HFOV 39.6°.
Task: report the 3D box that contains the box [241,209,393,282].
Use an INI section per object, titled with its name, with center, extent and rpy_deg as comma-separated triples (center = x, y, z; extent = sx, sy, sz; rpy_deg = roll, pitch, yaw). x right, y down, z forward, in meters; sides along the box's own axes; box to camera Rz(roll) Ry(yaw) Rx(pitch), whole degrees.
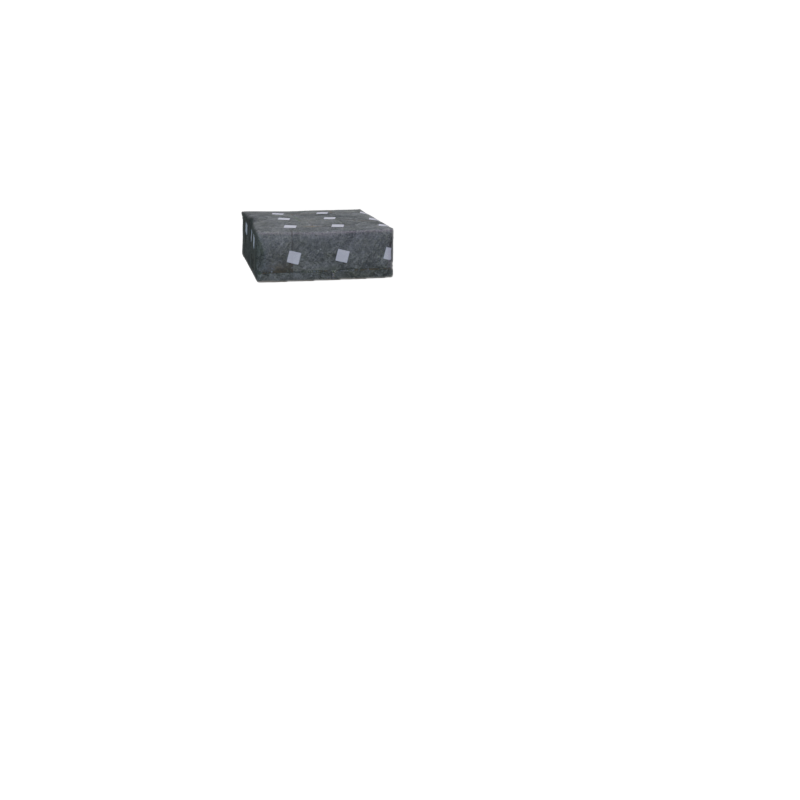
[box]
center = -0.048, -0.088, 0.617
extent = 0.072, 0.029, 0.093
rpy_deg = -3, 16, -11
